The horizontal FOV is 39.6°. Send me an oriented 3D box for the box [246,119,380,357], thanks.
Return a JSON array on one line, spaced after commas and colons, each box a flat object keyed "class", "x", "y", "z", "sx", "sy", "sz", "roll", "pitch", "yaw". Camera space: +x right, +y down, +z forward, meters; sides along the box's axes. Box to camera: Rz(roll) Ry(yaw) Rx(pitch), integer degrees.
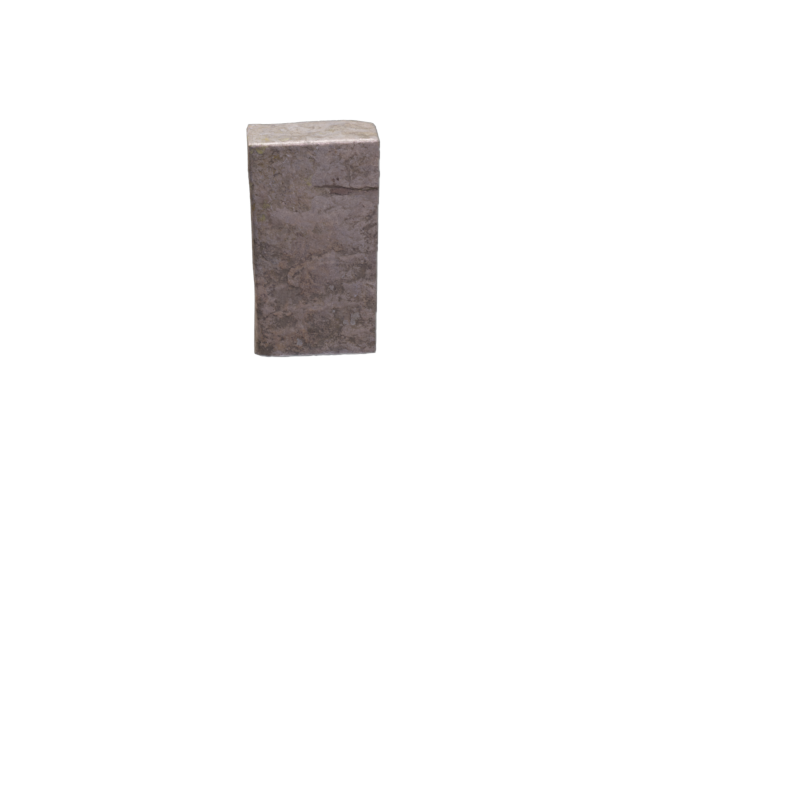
[{"class": "box", "x": -0.063, "y": -0.116, "z": 0.808, "sx": 0.093, "sy": 0.166, "sz": 0.051, "roll": -1, "pitch": 28, "yaw": -5}]
